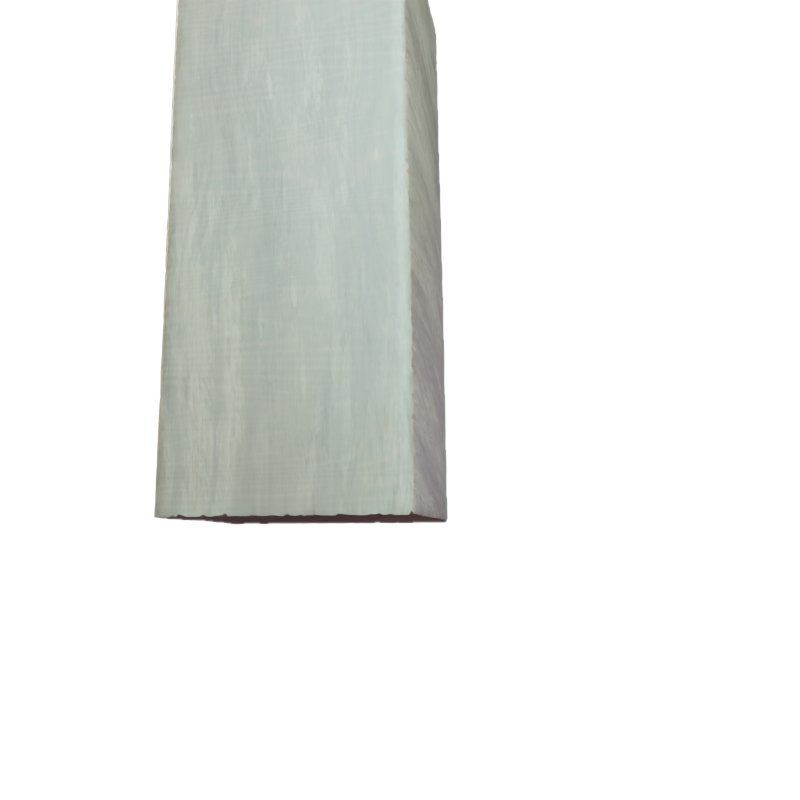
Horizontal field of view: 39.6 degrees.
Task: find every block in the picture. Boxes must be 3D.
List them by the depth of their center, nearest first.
[{"bbox_3d":[-0.033,-0.060,0.423,0.092,0.214,0.086,-4,-14,11],"label":"block"}]
